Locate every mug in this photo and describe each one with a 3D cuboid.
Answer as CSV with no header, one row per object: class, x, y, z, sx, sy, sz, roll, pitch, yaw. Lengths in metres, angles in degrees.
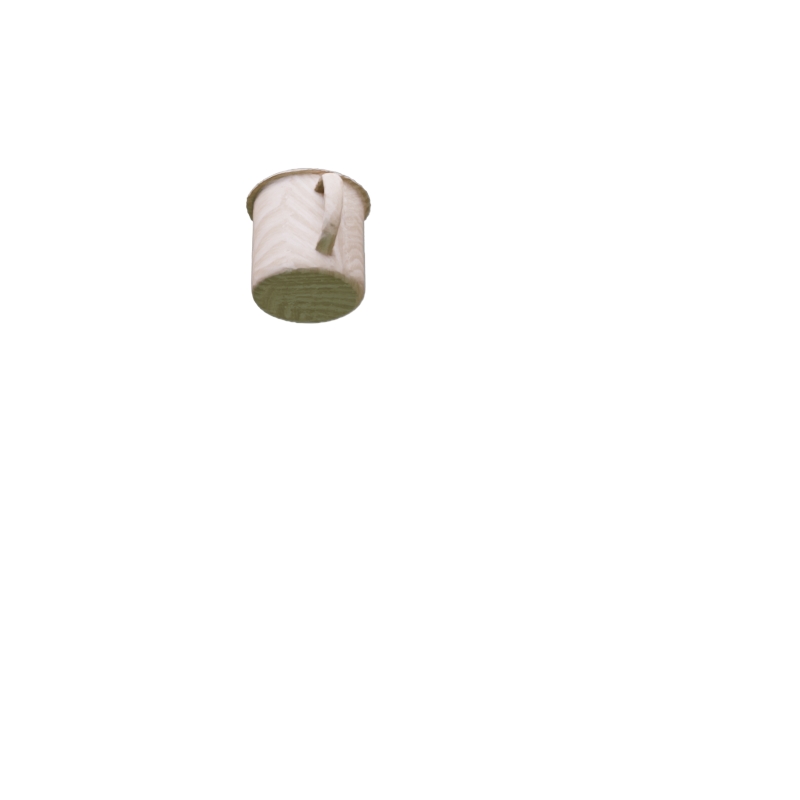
mug,-0.062,-0.113,0.794,0.091,0.087,0.113,9,-31,-18
